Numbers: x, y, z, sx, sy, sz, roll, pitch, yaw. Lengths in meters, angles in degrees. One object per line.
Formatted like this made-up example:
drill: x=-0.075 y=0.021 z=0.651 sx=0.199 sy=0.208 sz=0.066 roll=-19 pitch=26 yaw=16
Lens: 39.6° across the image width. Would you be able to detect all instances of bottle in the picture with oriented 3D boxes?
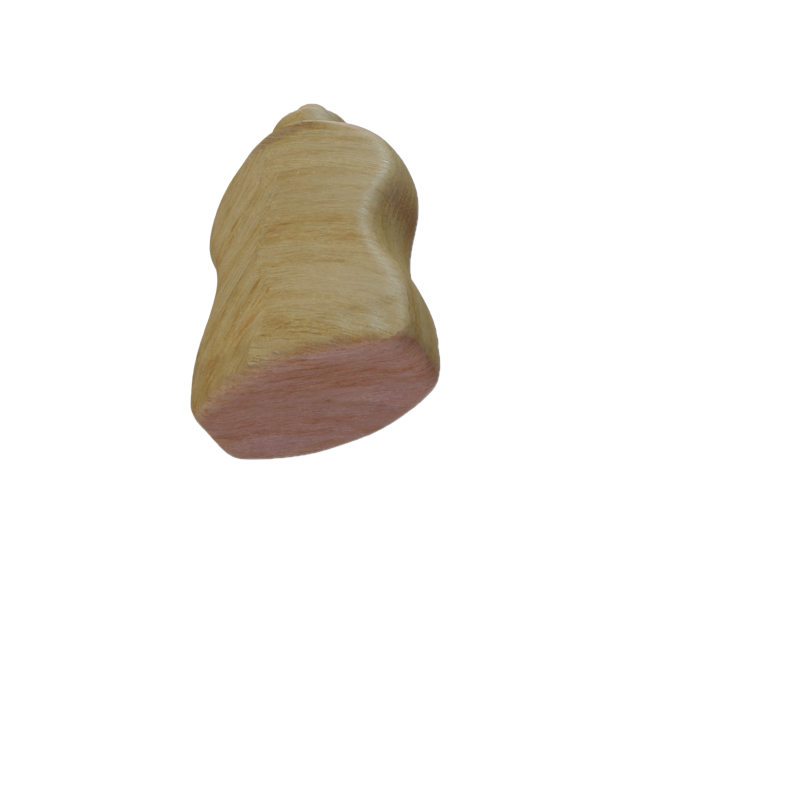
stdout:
bottle: x=-0.038 y=-0.070 z=0.486 sx=0.096 sy=0.206 sz=0.054 roll=-22 pitch=-48 yaw=18
